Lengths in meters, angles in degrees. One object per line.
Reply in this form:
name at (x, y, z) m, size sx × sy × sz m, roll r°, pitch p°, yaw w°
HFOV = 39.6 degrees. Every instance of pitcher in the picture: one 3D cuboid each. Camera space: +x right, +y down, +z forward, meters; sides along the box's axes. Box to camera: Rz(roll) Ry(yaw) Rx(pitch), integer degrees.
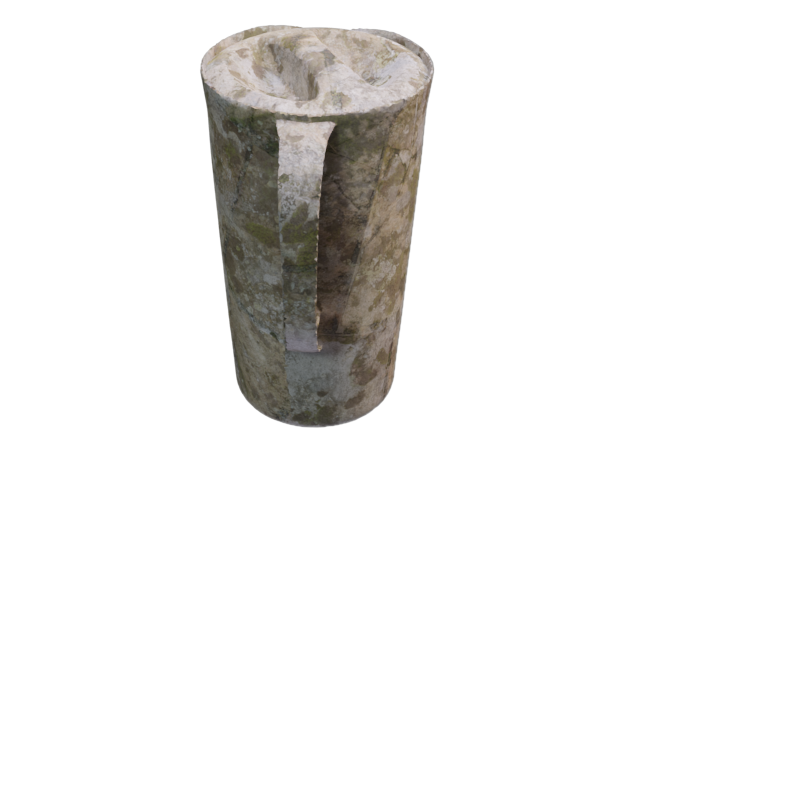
pitcher at (-0.054, -0.098, 0.685) m, size 0.149 × 0.227 × 0.155 m, roll -28°, pitch 45°, yaw -35°
